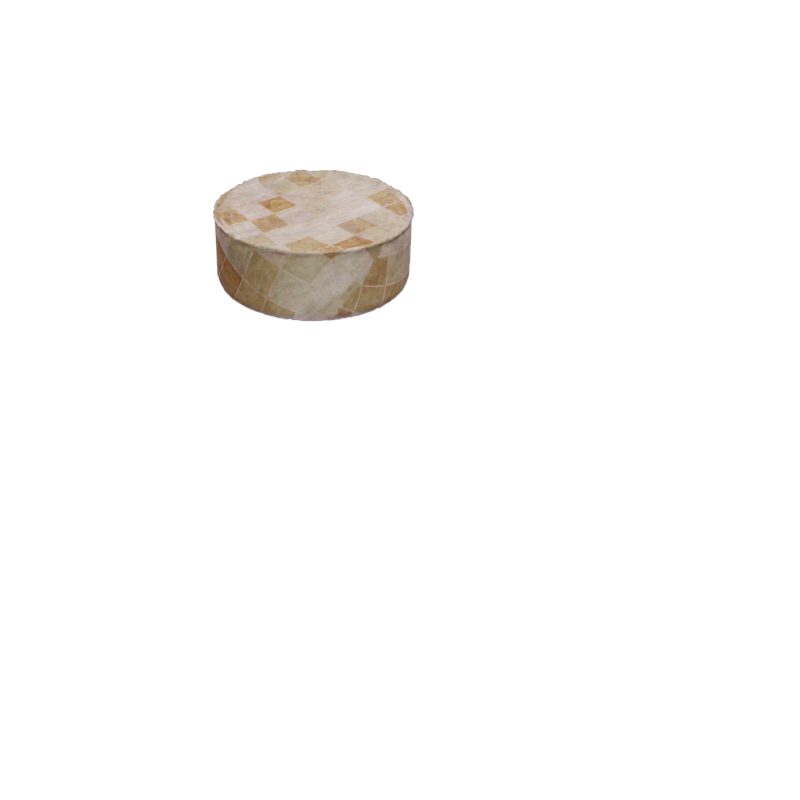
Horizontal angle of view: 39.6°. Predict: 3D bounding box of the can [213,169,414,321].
[{"bbox_3d":[-0.038,-0.069,0.481,0.086,0.032,0.091,-1,32,-2],"label":"can"}]
